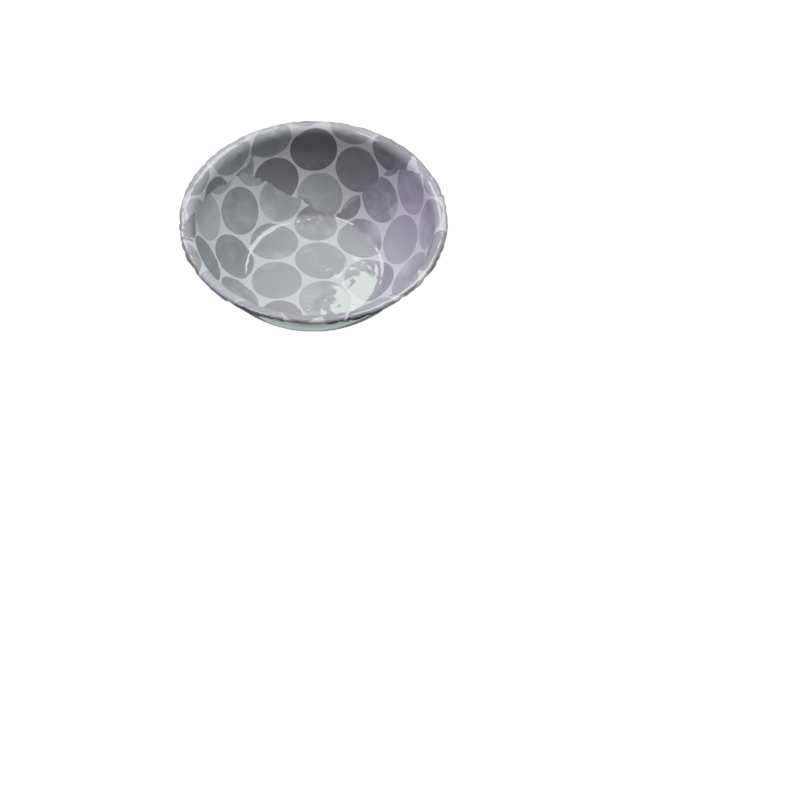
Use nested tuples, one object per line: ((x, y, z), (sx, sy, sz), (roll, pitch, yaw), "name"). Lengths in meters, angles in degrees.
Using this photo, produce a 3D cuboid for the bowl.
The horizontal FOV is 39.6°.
((-0.054, -0.098, 0.687), (0.162, 0.174, 0.051), (-1, -37, -1), "bowl")
